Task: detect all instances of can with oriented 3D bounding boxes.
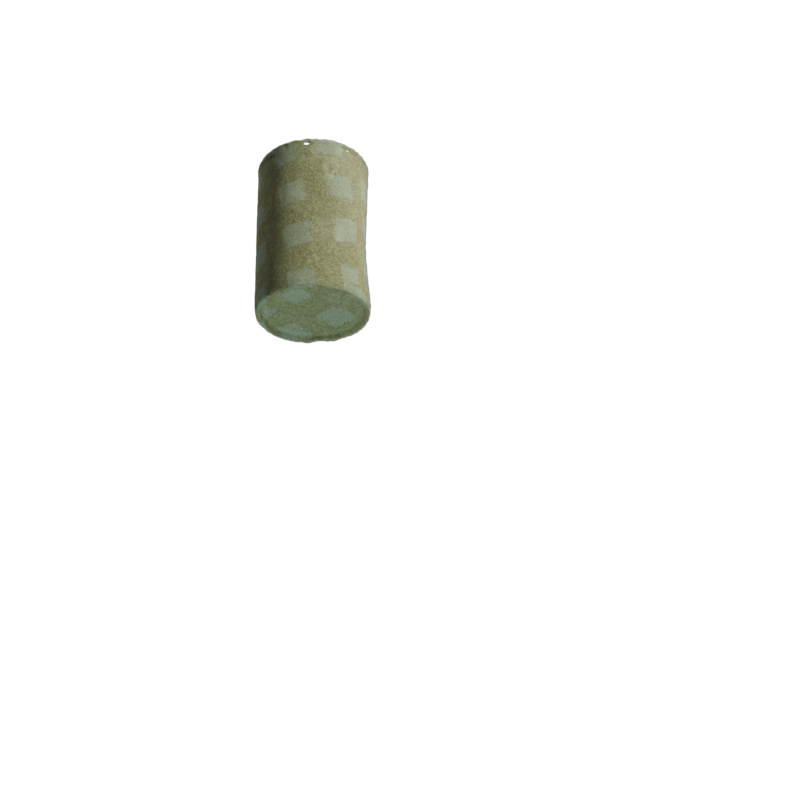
[{"bbox_3d":[-0.051,-0.093,0.652,0.068,0.109,0.064,-1,-31,-2],"label":"can"}]
